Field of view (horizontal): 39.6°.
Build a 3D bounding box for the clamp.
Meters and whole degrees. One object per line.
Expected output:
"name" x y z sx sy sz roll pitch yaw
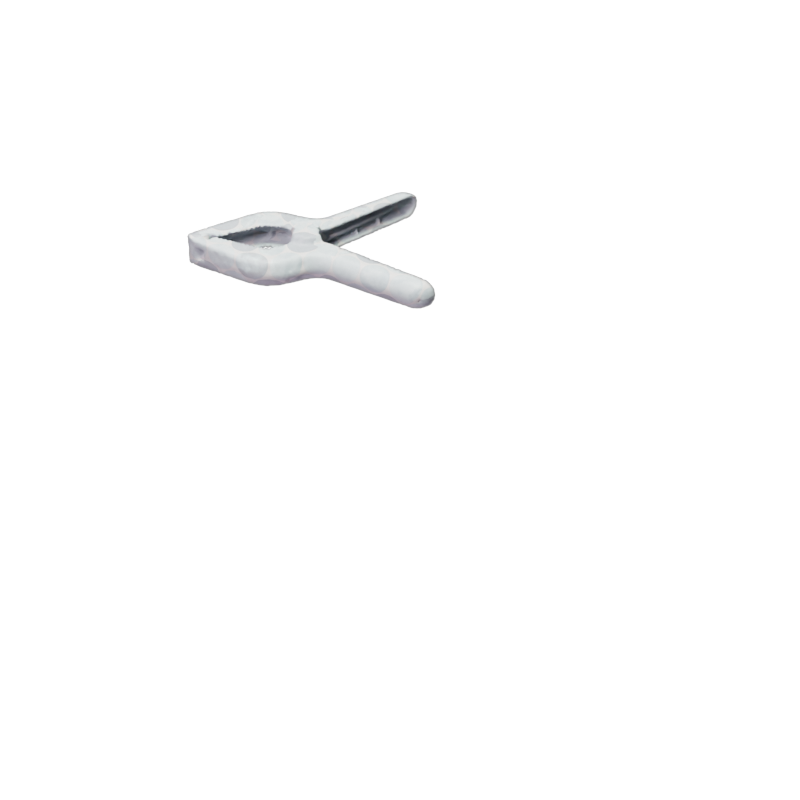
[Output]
"clamp" -0.075 -0.136 0.955 0.211 0.034 0.174 3 36 4
